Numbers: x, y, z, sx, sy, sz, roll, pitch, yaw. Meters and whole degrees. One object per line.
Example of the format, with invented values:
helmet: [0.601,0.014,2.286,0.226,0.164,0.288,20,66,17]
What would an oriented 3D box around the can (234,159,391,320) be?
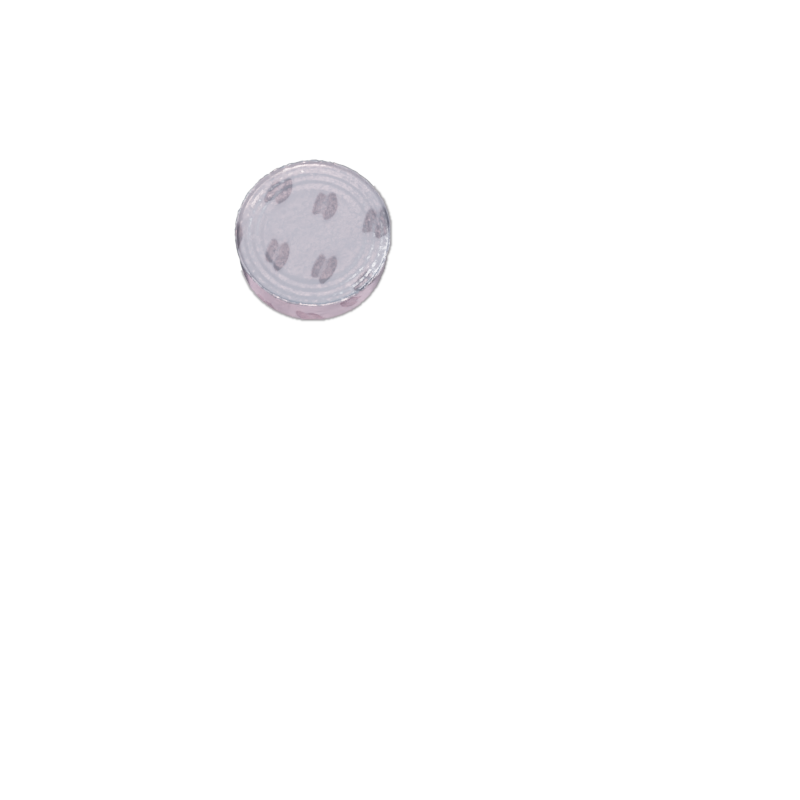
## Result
can: [-0.048,-0.088,0.617,0.086,0.090,0.032,-1,-19,-1]
